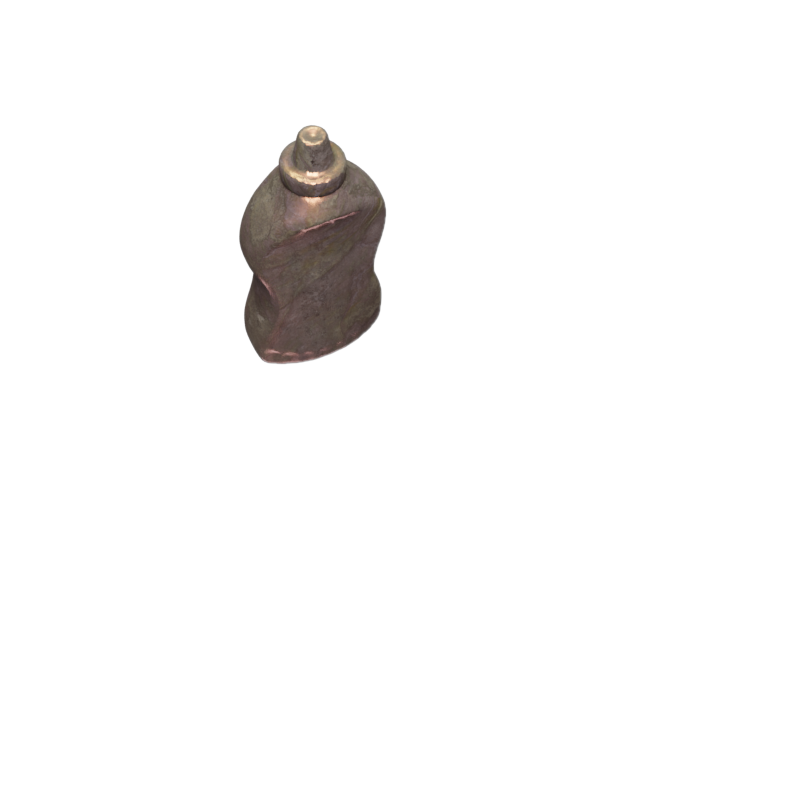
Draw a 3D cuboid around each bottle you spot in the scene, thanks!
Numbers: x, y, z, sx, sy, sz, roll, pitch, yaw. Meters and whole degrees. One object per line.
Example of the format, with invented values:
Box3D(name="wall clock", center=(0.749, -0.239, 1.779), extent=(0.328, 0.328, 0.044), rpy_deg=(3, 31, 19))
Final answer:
Box3D(name="bottle", center=(-0.057, -0.103, 0.720), extent=(0.095, 0.063, 0.179), rpy_deg=(-20, -31, -17))
